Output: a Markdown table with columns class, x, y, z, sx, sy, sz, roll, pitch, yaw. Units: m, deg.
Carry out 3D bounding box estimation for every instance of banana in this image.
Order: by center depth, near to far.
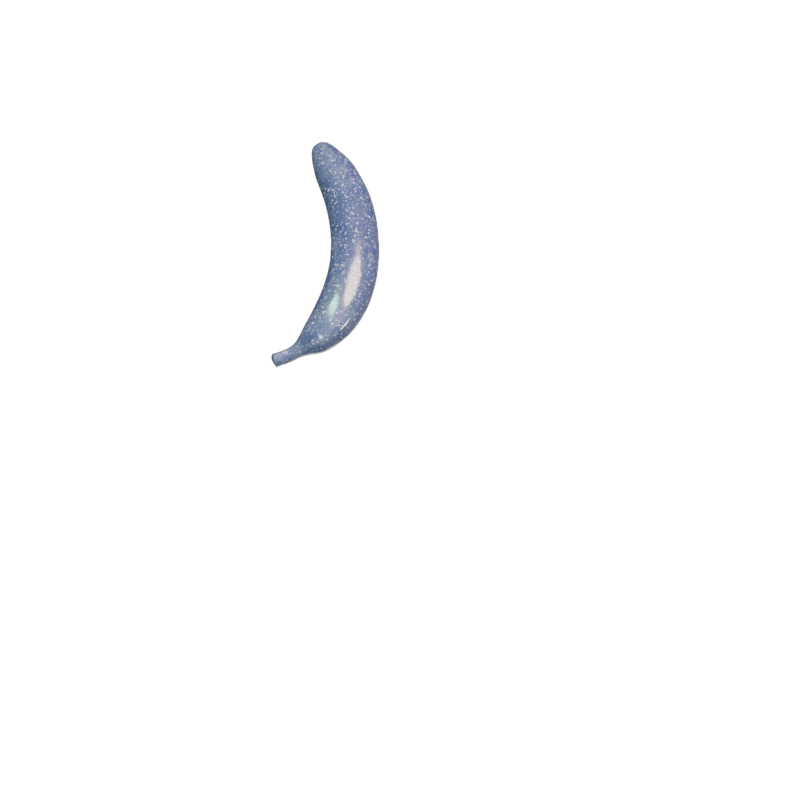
| class | x | y | z | sx | sy | sz | roll | pitch | yaw |
| --- | --- | --- | --- | --- | --- | --- | --- | --- | --- |
| banana | -0.050 | -0.117 | 0.861 | 0.070 | 0.208 | 0.035 | 7 | -27 | 3 |
